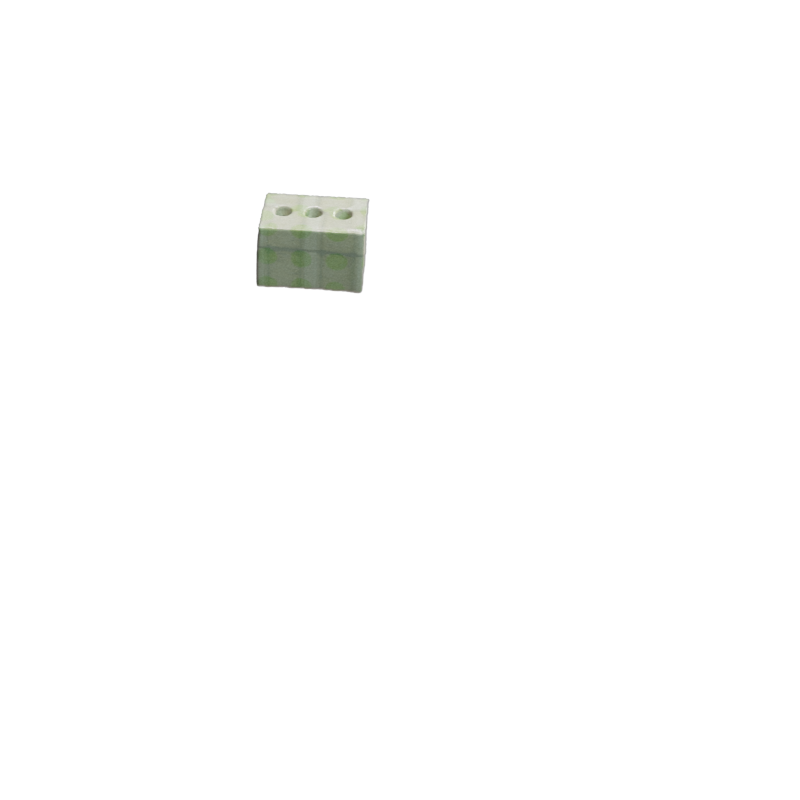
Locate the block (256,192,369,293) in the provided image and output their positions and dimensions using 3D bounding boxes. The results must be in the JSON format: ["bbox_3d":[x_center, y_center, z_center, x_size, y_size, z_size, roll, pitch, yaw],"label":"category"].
[{"bbox_3d":[-0.063,-0.115,0.806,0.078,0.048,0.056,3,37,3],"label":"block"}]
